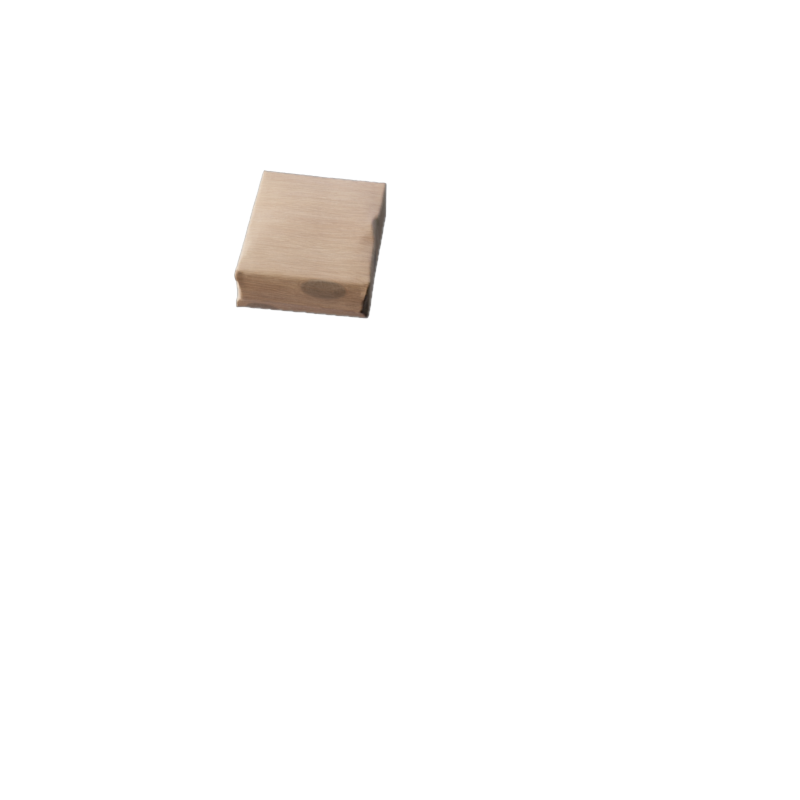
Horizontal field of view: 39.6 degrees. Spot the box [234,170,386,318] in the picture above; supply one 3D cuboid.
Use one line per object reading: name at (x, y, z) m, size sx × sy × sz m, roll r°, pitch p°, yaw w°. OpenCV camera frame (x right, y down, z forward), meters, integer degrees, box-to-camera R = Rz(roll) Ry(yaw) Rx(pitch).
box at (-0.048, -0.088, 0.616) m, size 0.074 × 0.095 × 0.028 m, roll 5°, pitch -44°, yaw 5°
